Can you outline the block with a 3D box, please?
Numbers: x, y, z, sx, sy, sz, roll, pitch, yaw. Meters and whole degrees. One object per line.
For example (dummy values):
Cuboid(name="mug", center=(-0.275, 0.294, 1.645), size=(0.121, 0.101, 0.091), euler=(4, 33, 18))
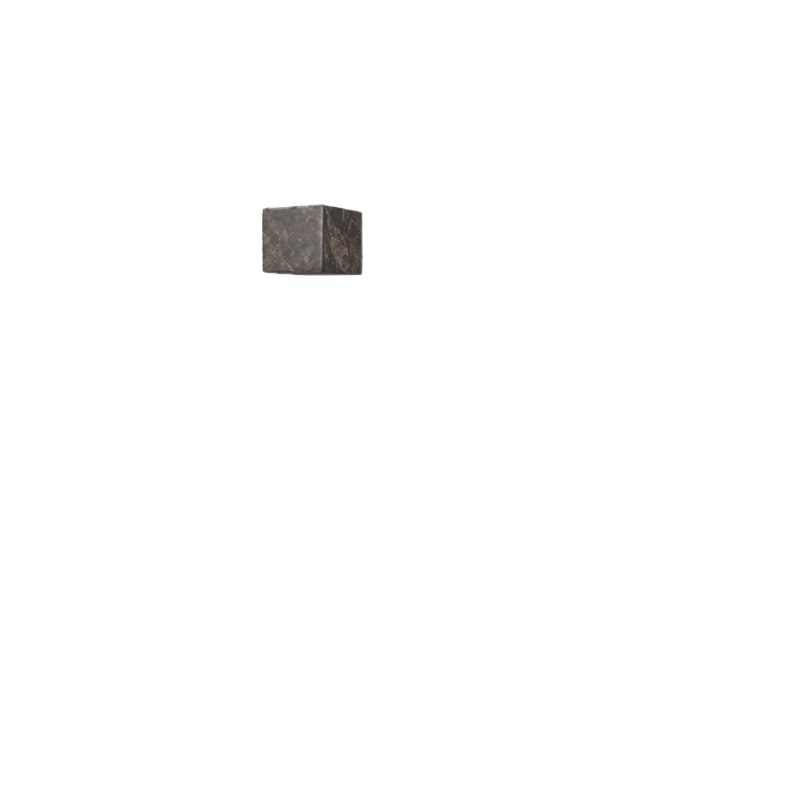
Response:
Cuboid(name="block", center=(-0.068, -0.124, 0.870), size=(0.054, 0.051, 0.076), euler=(0, 2, 23))
